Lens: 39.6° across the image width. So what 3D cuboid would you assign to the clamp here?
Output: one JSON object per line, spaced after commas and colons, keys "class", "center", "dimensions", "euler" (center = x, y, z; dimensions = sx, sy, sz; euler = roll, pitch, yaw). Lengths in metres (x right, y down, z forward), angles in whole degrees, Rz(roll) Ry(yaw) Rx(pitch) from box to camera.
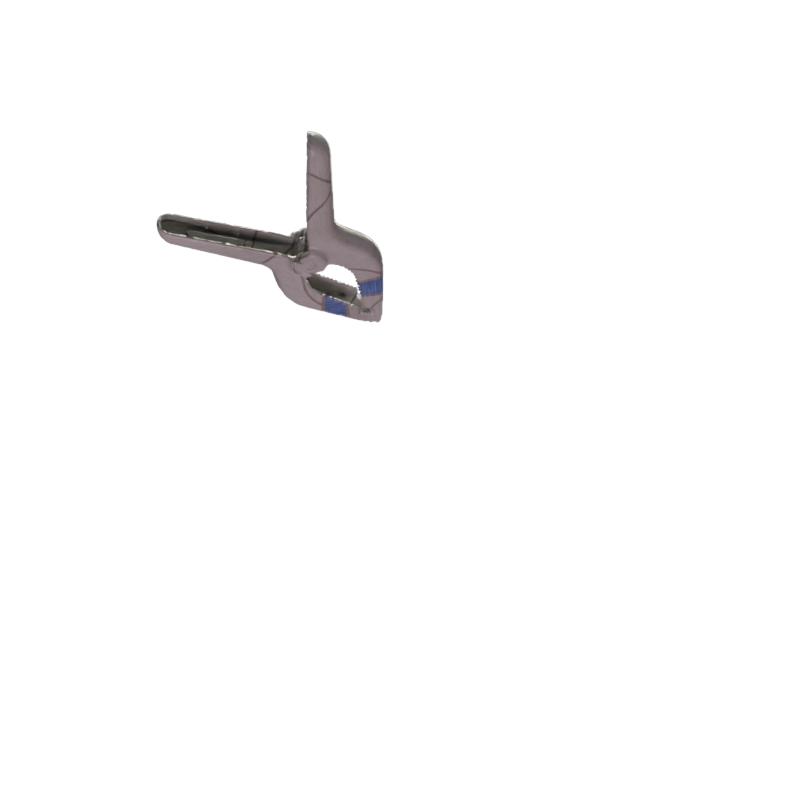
{"class": "clamp", "center": [-0.072, -0.131, 0.914], "dimensions": [0.164, 0.039, 0.196], "euler": [-29, -46, 32]}
